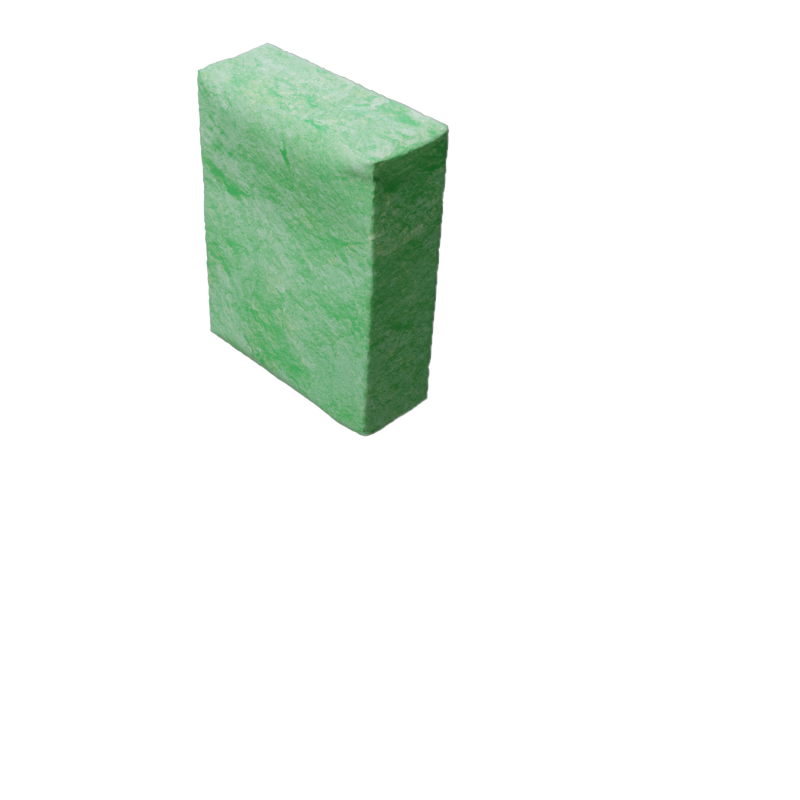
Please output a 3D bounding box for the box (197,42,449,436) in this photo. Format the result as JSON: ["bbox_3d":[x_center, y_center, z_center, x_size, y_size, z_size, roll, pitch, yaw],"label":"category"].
[{"bbox_3d":[-0.057,-0.104,0.730,0.072,0.200,0.175,-29,47,-35],"label":"box"}]
